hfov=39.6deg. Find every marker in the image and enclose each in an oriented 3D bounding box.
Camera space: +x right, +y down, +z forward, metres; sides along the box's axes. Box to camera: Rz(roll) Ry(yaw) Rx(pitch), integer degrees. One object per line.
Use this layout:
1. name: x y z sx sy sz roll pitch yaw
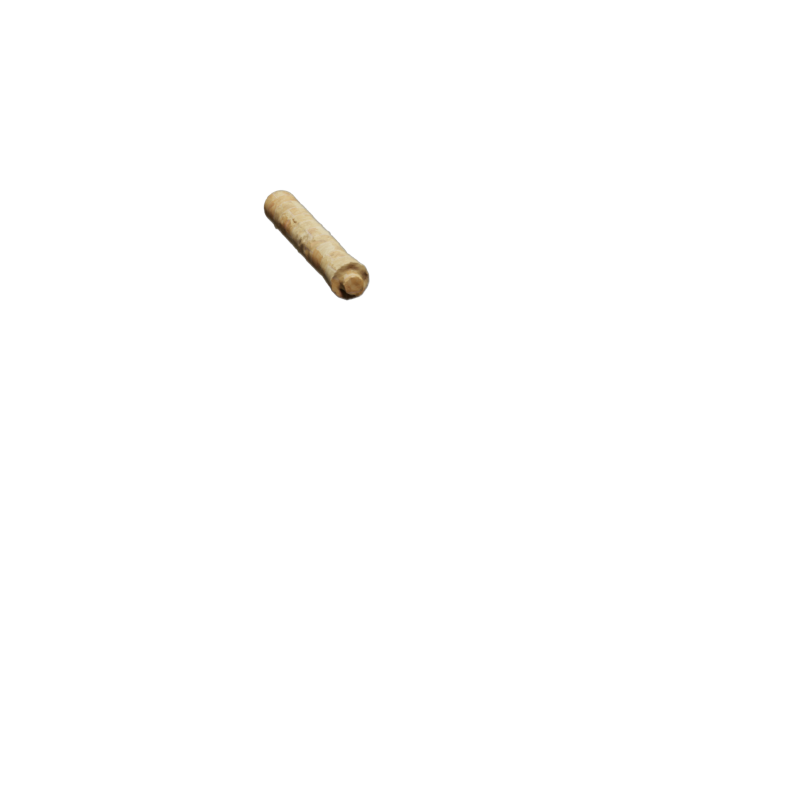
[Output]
1. marker: -0.043 -0.078 0.549 0.019 0.019 0.129 -2 26 -22
